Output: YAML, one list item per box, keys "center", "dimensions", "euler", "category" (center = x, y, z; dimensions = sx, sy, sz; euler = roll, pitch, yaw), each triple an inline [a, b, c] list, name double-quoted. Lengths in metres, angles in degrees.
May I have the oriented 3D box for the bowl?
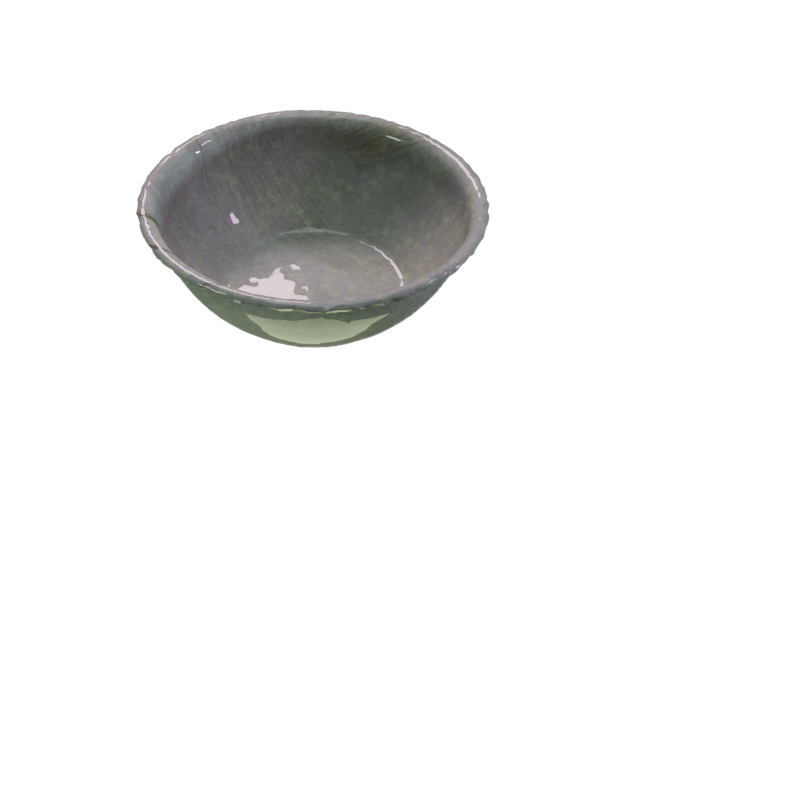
- center: [-0.041, -0.075, 0.527]
  dimensions: [0.162, 0.051, 0.174]
  euler: [-1, 42, -2]
  category: "bowl"
